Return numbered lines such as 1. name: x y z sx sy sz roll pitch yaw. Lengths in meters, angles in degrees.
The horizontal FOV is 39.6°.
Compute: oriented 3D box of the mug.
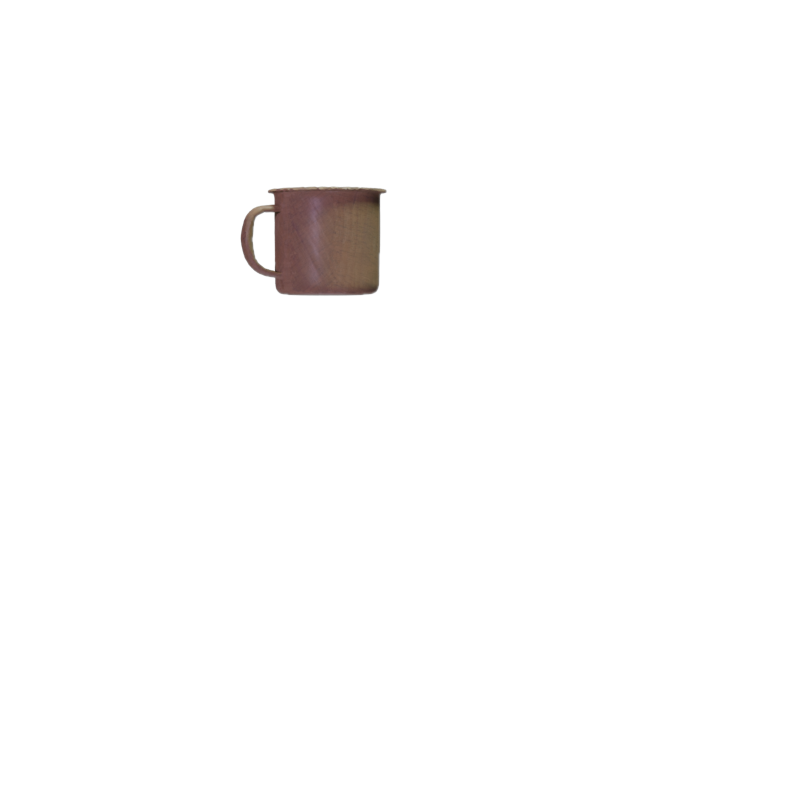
1. mug: -0.067 -0.123 0.860 0.114 0.081 0.097 -3 5 -28
